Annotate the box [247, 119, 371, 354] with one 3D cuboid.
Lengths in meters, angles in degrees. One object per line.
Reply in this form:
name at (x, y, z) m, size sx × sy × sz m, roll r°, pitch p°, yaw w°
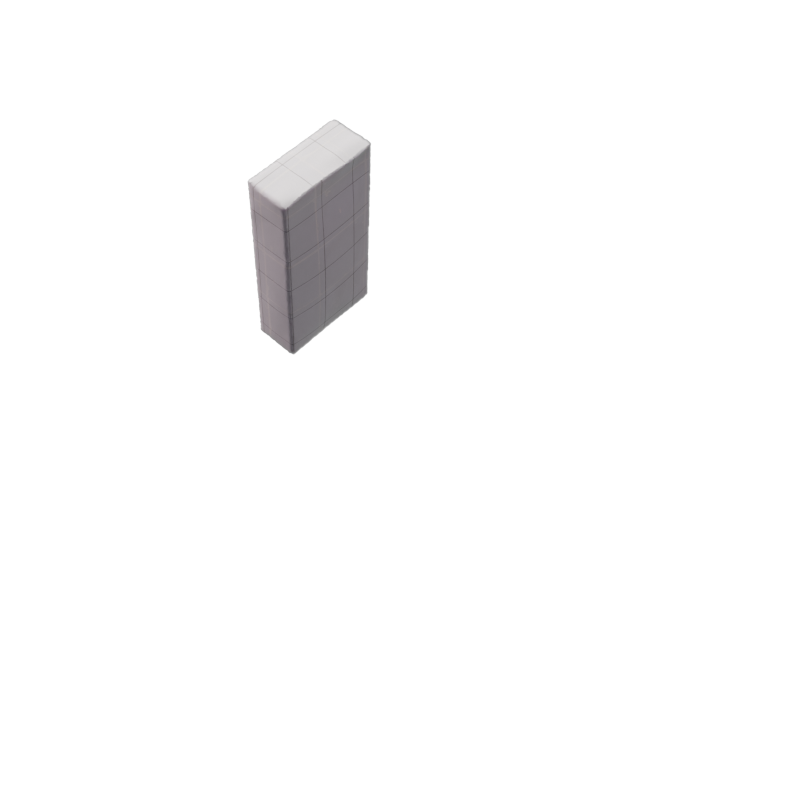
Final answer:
box at (-0.067, -0.123, 0.861) m, size 0.051 × 0.094 × 0.165 m, roll 38°, pitch -29°, yaw 20°
